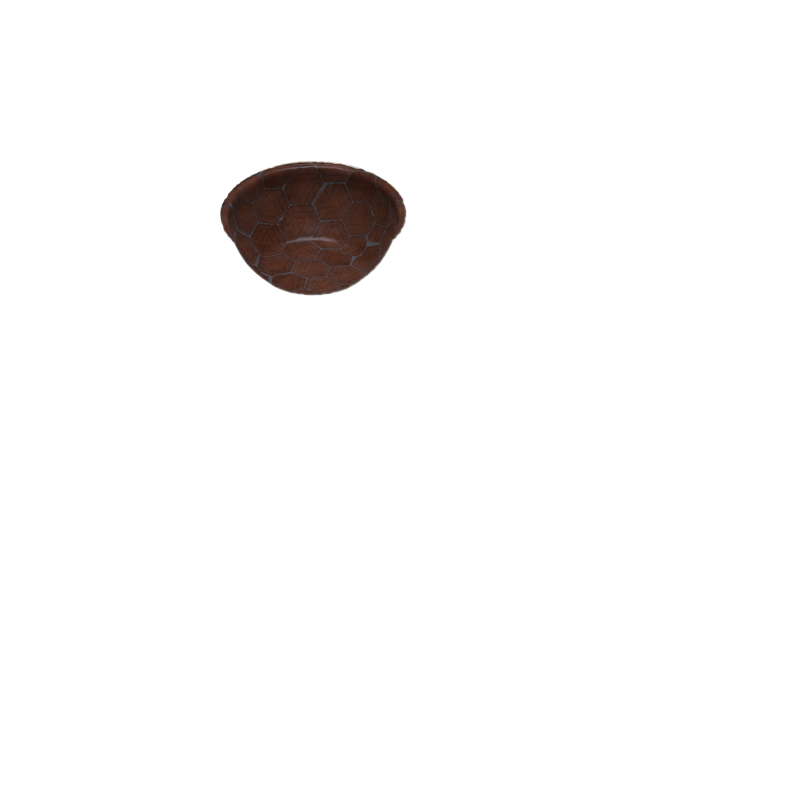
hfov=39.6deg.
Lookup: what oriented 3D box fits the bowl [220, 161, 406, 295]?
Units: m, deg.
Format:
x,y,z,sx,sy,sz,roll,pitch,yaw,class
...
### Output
x,y,z,sx,sy,sz,roll,pitch,yaw,class
-0.074,-0.136,0.951,0.162,0.059,0.152,1,-27,-2,bowl
